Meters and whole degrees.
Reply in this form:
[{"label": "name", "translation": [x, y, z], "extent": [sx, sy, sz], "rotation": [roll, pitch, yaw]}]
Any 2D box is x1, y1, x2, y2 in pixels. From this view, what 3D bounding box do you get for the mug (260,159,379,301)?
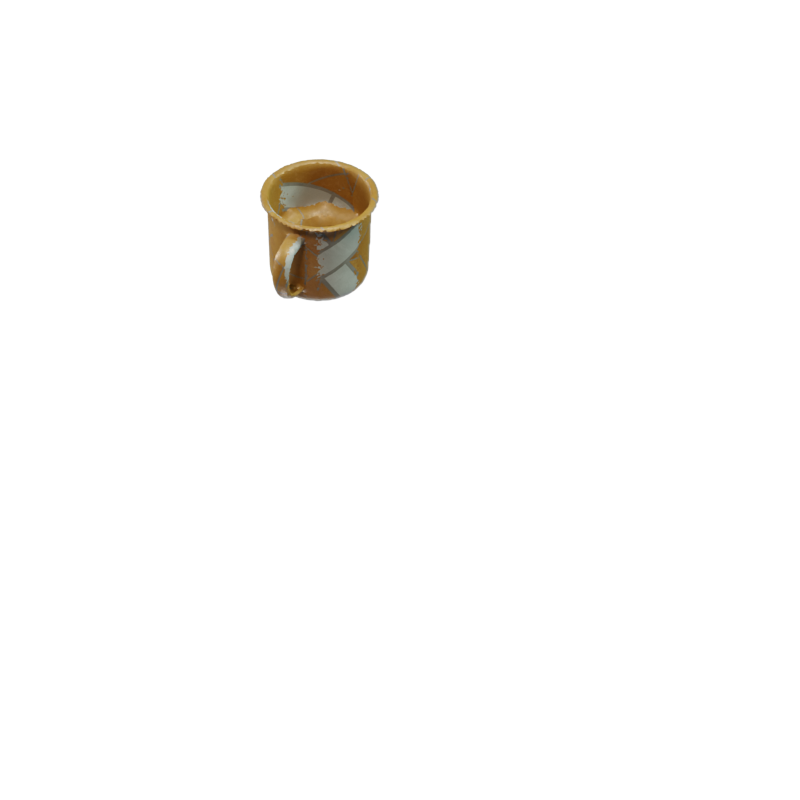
[{"label": "mug", "translation": [-0.069, -0.126, 0.883], "extent": [0.096, 0.076, 0.122], "rotation": [16, 45, 14]}]
